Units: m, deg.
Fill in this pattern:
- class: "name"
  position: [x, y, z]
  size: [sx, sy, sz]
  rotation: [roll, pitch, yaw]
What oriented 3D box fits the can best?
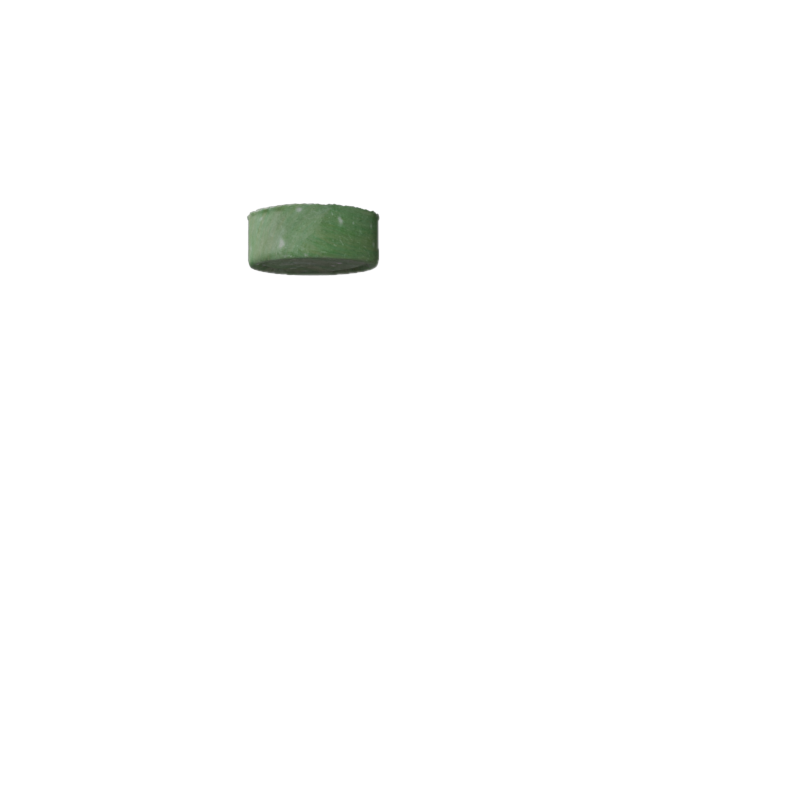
- class: "can"
  position: [-0.056, -0.102, 0.715]
  size: [0.086, 0.034, 0.085]
  rotation: [0, -3, -2]
